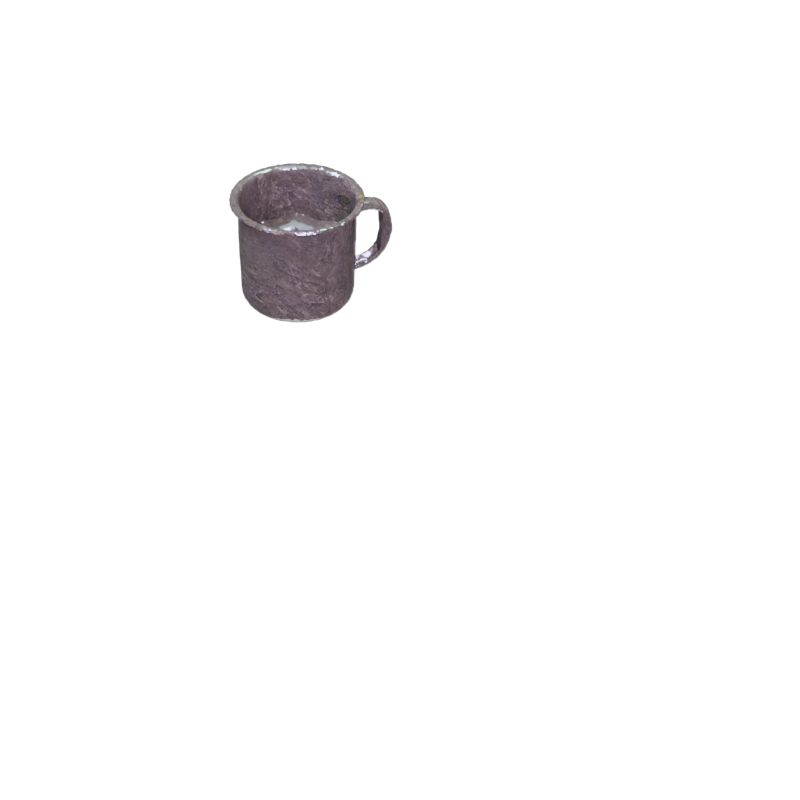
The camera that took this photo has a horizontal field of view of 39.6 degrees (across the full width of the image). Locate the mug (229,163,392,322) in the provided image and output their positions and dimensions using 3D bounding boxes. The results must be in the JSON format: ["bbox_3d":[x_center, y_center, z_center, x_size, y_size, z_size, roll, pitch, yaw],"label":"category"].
[{"bbox_3d":[-0.061,-0.112,0.785,0.115,0.076,0.101,-14,41,-19],"label":"mug"}]
